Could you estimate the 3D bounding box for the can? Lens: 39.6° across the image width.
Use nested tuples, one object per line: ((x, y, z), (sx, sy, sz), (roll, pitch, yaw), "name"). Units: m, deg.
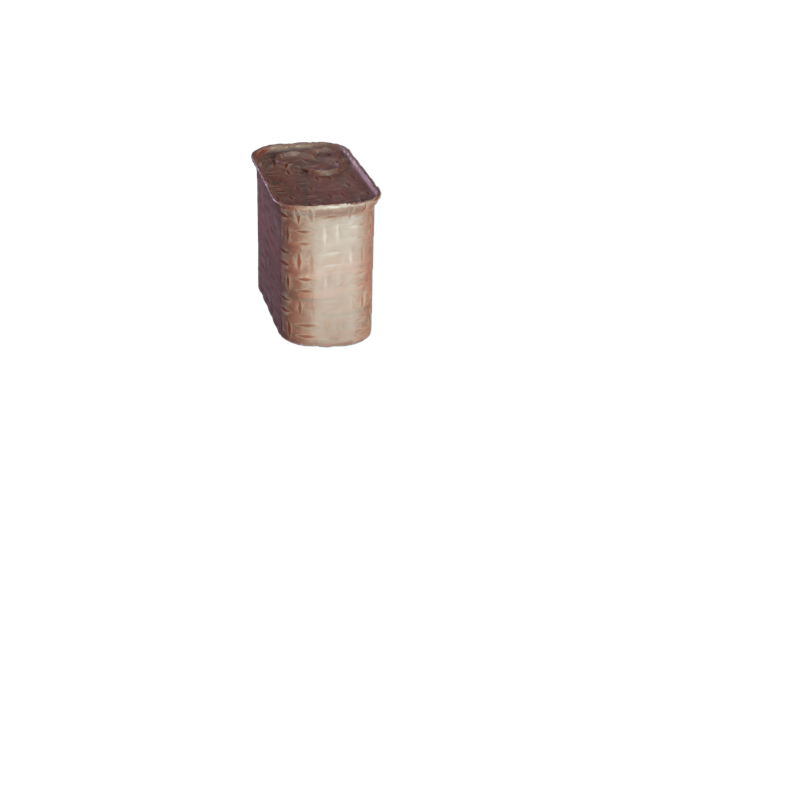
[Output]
((-0.048, -0.088, 0.616), (0.057, 0.079, 0.109), (-6, 29, -14), "can")
